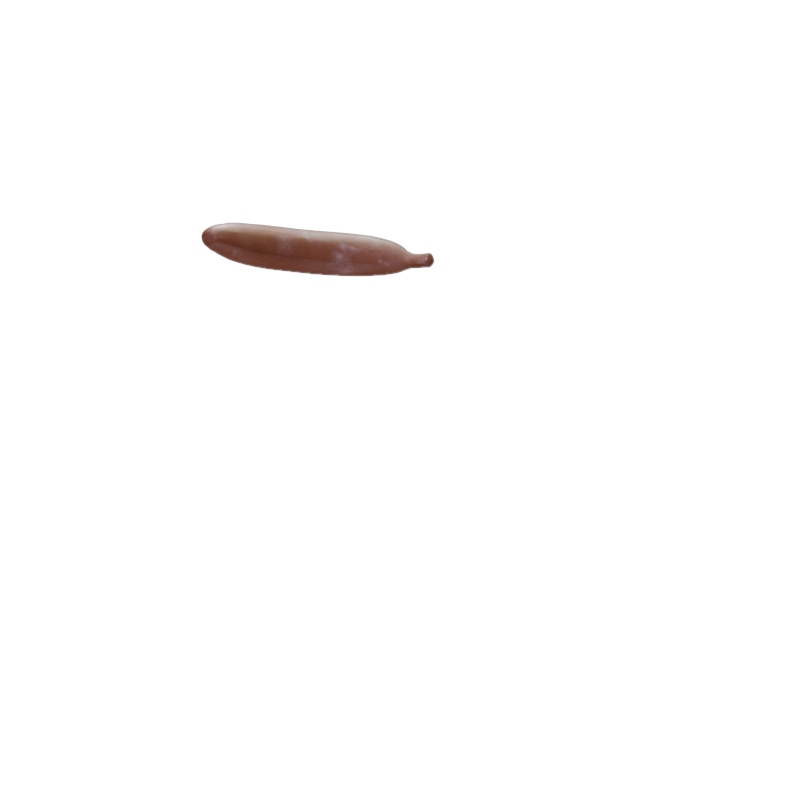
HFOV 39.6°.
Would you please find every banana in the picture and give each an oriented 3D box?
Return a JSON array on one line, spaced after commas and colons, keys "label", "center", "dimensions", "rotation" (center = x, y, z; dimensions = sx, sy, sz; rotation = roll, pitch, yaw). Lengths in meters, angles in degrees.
[{"label": "banana", "center": [-0.075, -0.129, 0.942], "dimensions": [0.193, 0.038, 0.069], "rotation": [2, -10, -16]}]
